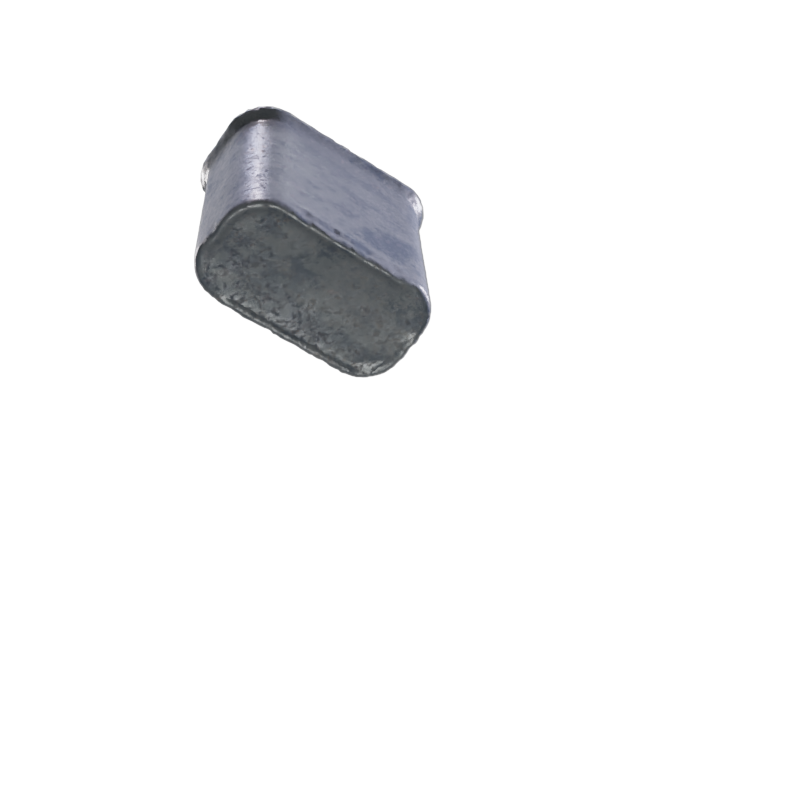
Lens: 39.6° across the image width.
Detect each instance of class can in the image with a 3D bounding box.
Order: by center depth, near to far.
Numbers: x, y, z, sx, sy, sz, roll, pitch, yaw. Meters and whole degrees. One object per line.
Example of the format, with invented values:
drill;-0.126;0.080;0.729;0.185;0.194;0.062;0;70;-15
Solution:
can;-0.037;-0.067;0.471;0.098;0.056;0.089;29;29;-20
